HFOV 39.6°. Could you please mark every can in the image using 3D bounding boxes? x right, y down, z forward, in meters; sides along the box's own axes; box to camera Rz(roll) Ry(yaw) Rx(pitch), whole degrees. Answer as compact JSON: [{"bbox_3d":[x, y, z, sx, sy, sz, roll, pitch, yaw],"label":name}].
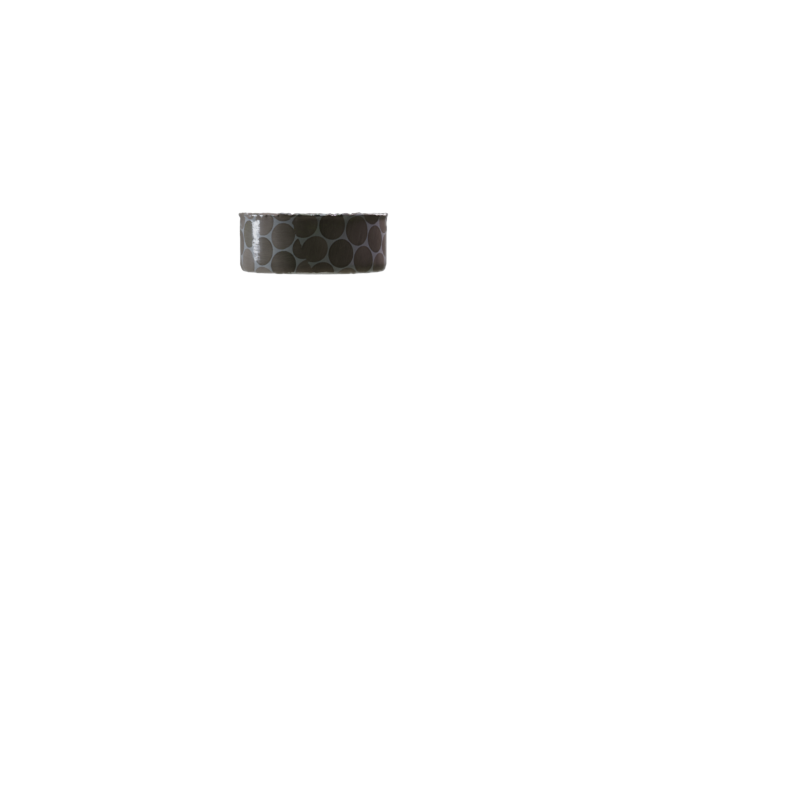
[{"bbox_3d":[-0.050,-0.091,0.637,0.086,0.033,0.087,0,9,-2],"label":"can"}]
